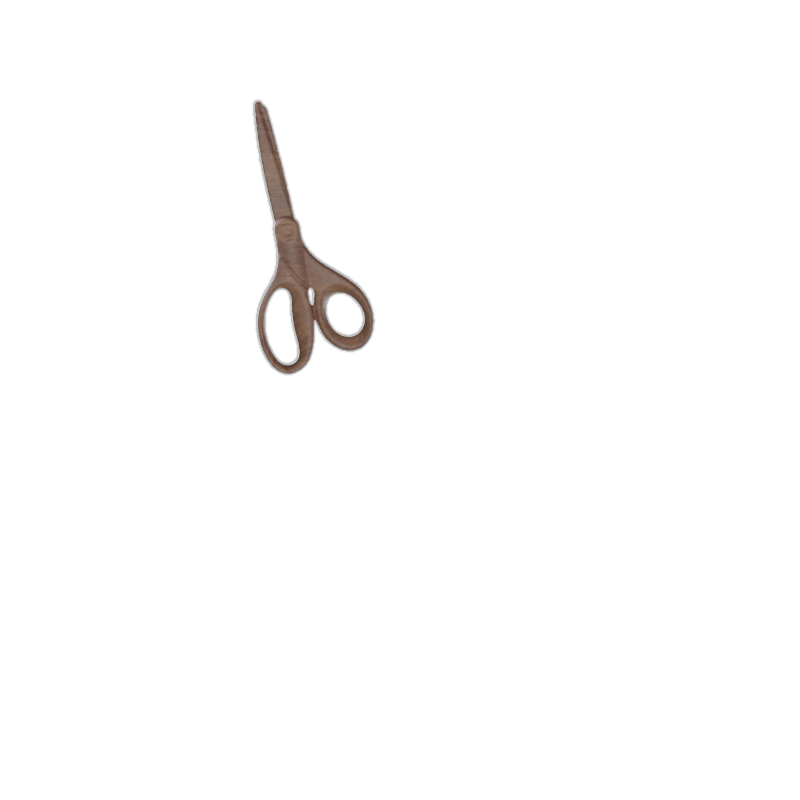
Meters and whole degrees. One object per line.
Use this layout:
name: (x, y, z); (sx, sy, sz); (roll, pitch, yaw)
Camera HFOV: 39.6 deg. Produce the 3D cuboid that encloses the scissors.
scissors: (-0.064, -0.117, 0.818); (0.096, 0.198, 0.016); (3, 9, -1)
